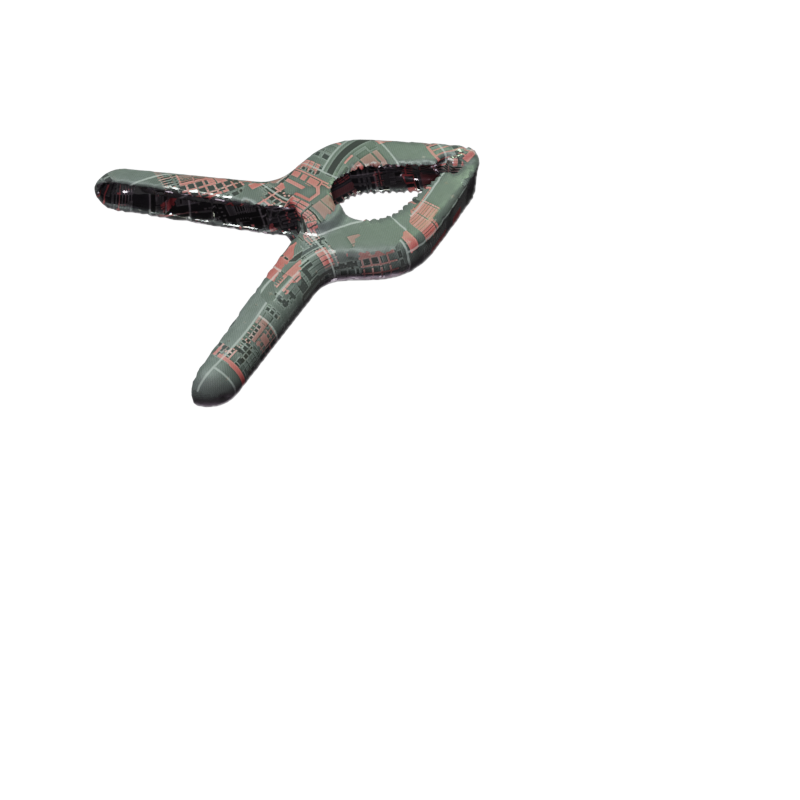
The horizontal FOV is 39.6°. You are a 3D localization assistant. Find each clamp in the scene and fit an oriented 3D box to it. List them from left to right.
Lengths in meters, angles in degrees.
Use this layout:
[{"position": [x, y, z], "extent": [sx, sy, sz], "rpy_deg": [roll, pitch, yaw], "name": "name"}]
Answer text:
[{"position": [-0.047, -0.086, 0.599], "extent": [0.208, 0.178, 0.034], "rpy_deg": [-16, -35, -12], "name": "clamp"}]
